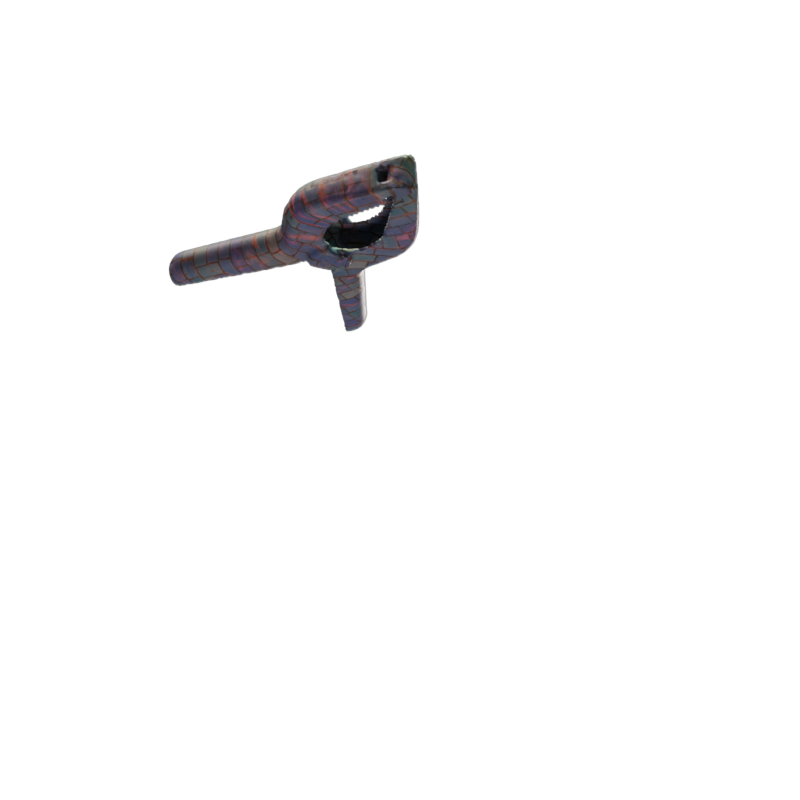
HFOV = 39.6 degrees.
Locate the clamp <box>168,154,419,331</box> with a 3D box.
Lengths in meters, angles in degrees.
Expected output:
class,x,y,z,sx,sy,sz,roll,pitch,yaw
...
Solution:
class,x,y,z,sx,sy,sz,roll,pitch,yaw
clamp,-0.061,-0.111,0.778,0.159,0.039,0.205,11,-26,-23
